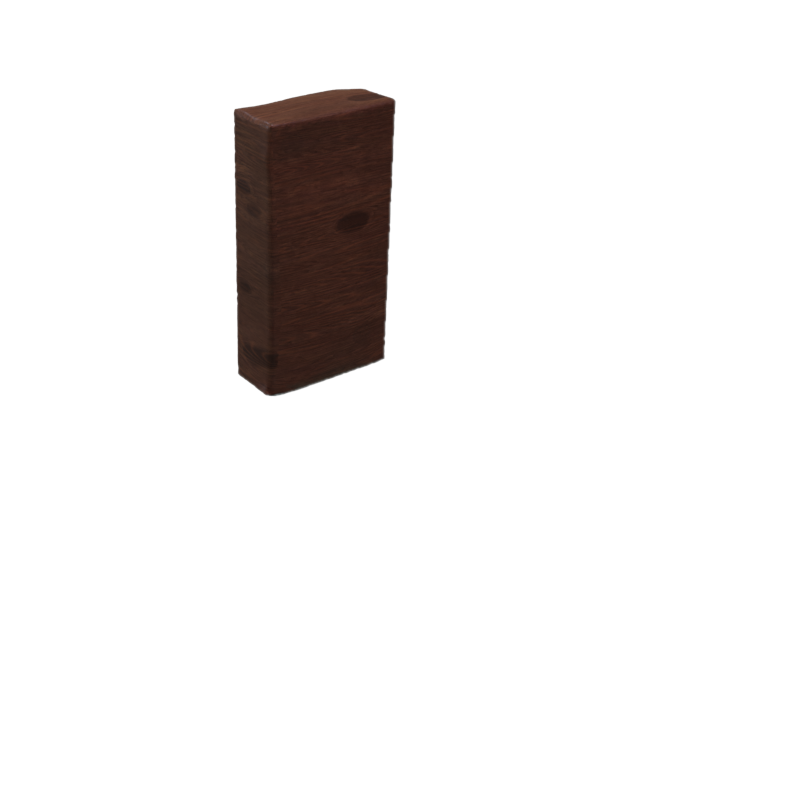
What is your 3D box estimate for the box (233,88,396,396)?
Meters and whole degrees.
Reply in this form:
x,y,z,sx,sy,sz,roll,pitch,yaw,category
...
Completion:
x,y,z,sx,sy,sz,roll,pitch,yaw,category
-0.053,-0.097,0.676,0.092,0.168,0.051,-17,29,-36,box
